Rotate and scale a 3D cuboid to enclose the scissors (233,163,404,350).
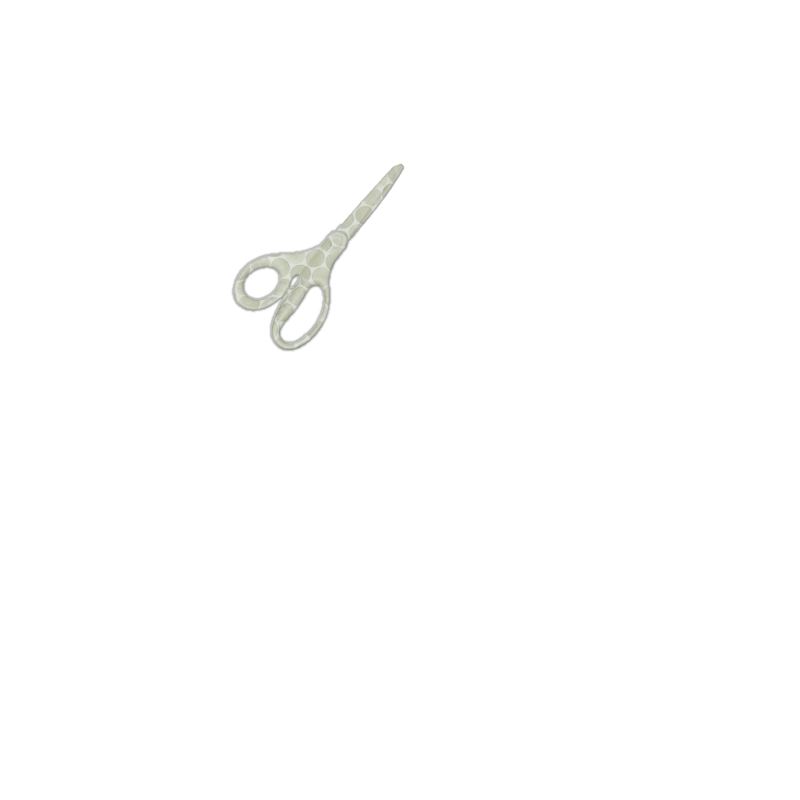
[{"bbox_3d":[-0.078,-0.142,0.995,0.098,0.207,0.015,21,-16,6],"label":"scissors"}]
